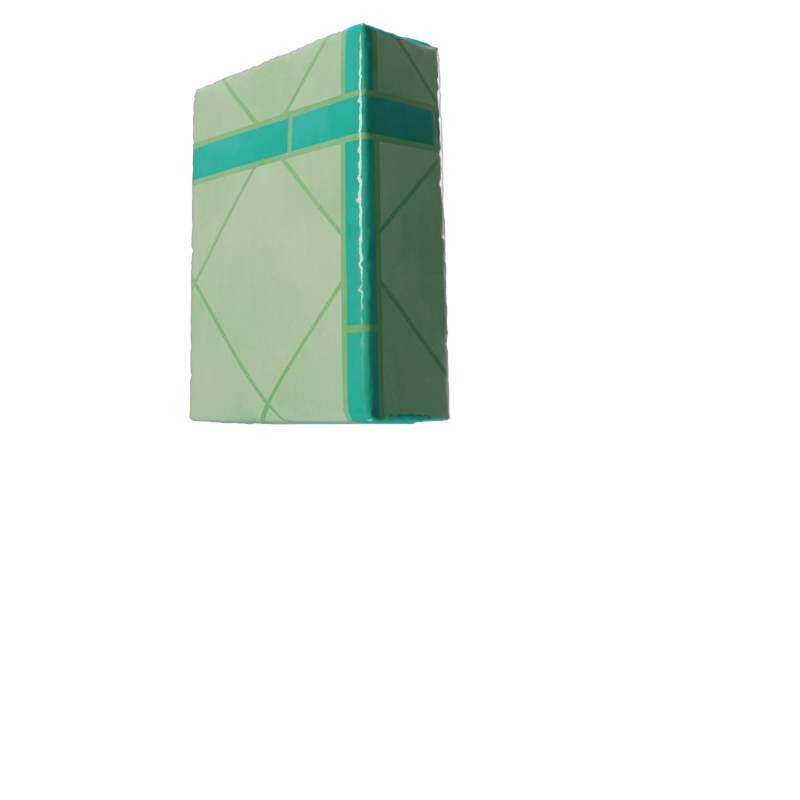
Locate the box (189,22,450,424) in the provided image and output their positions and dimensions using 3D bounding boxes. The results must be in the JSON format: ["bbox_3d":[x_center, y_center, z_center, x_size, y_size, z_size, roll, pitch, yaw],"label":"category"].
[{"bbox_3d":[-0.052,-0.094,0.658,0.068,0.218,0.169,7,-10,-43],"label":"box"}]
